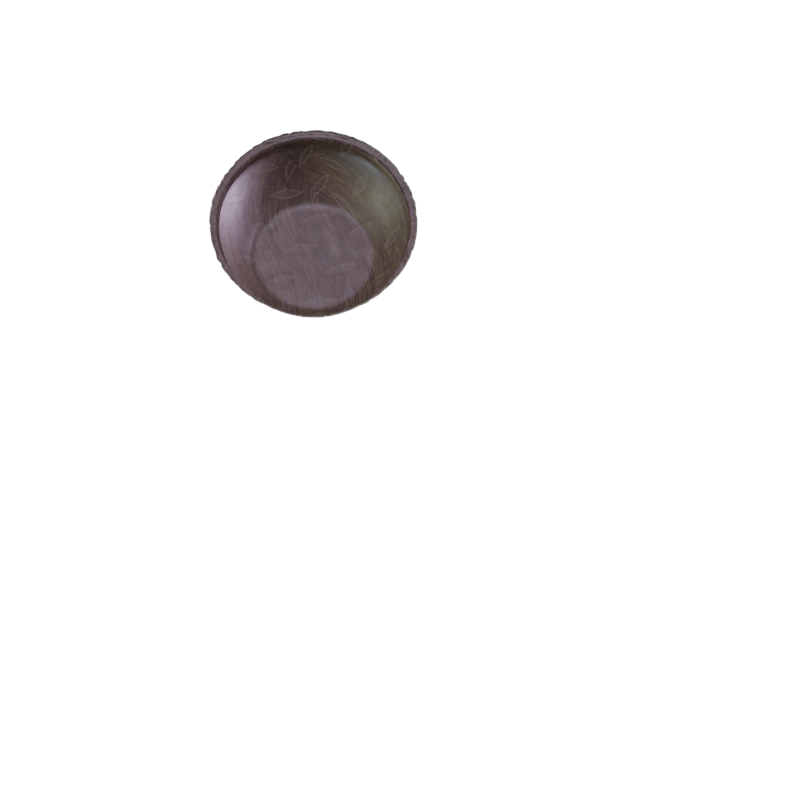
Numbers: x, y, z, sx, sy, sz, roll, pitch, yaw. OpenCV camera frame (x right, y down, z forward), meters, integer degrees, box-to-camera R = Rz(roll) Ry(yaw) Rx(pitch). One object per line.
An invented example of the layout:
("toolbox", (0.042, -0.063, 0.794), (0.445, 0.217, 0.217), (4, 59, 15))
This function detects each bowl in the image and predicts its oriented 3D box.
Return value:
("bowl", (-0.066, -0.120, 0.840), (0.162, 0.153, 0.058), (1, 30, -1))
